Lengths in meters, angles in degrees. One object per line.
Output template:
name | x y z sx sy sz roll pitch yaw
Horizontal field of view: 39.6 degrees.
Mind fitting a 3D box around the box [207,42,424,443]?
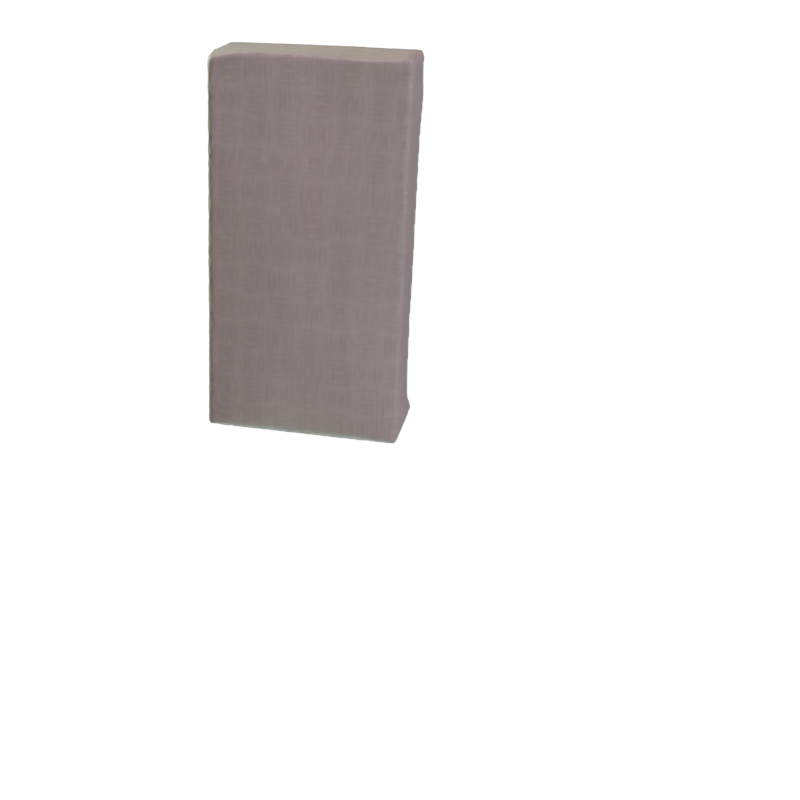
box | -0.040 -0.073 0.508 0.095 0.169 0.049 5 20 10
